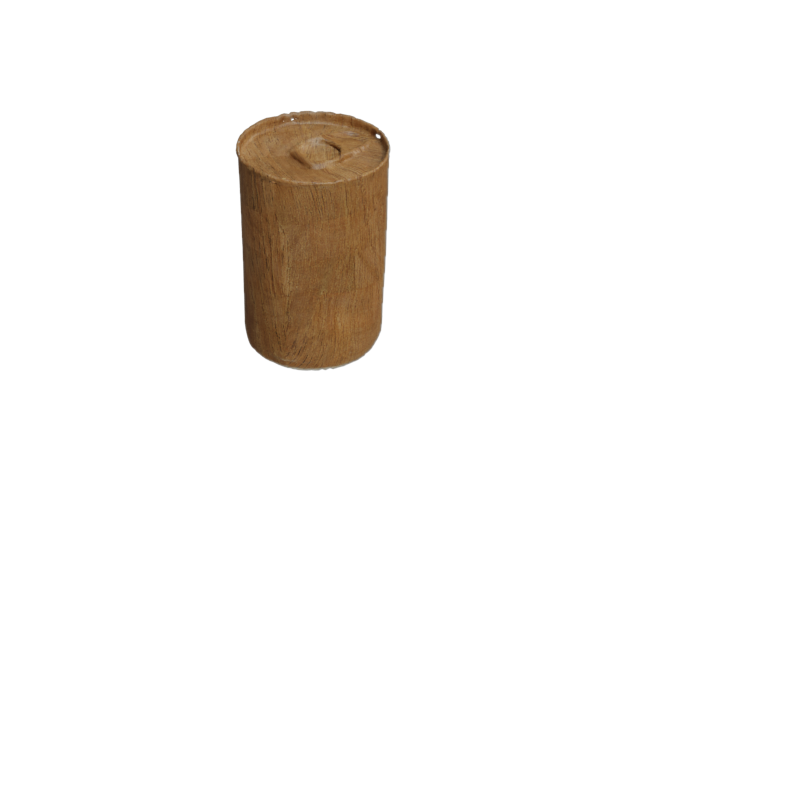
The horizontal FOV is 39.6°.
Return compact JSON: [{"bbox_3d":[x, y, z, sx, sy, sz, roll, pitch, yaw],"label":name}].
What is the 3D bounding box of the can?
[{"bbox_3d":[-0.040,-0.073,0.513,0.068,0.096,0.073,0,36,-3],"label":"can"}]
